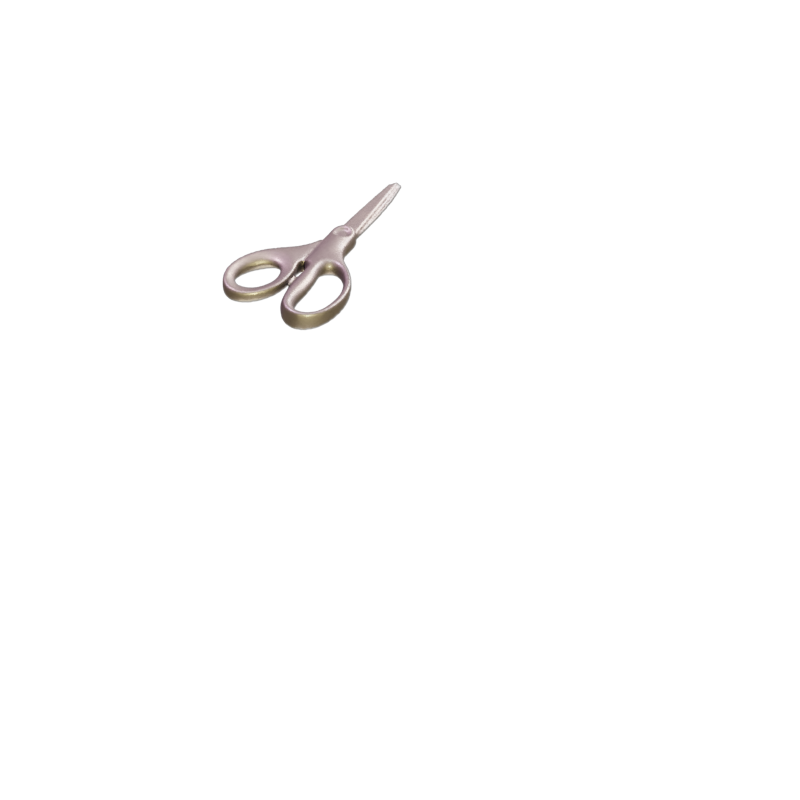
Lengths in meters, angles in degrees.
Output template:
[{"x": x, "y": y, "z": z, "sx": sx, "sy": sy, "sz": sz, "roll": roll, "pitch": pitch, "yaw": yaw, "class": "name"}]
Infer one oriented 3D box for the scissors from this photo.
[{"x": -0.062, "y": -0.113, "z": 0.791, "sx": 0.098, "sy": 0.015, "sz": 0.212, "roll": 5, "pitch": 36, "yaw": 7, "class": "scissors"}]
